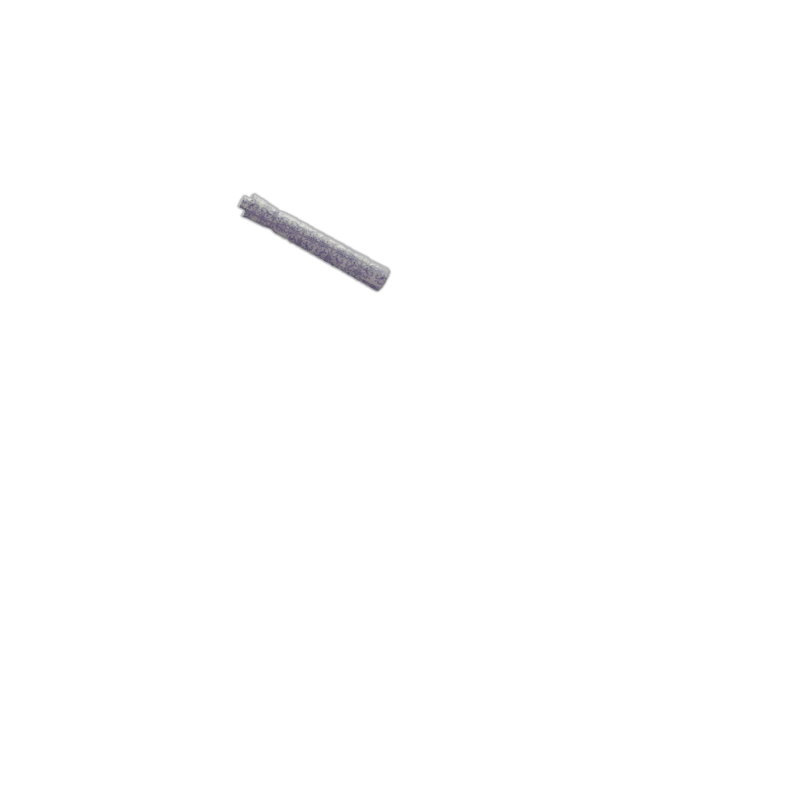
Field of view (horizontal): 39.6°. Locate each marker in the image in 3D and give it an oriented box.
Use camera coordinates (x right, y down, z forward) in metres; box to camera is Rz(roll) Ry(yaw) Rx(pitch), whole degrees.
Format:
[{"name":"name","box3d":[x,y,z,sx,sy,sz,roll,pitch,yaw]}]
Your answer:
[{"name":"marker","box3d":[-0.063,-0.116,0.811,0.118,0.020,0.020,28,-2,-9]}]
